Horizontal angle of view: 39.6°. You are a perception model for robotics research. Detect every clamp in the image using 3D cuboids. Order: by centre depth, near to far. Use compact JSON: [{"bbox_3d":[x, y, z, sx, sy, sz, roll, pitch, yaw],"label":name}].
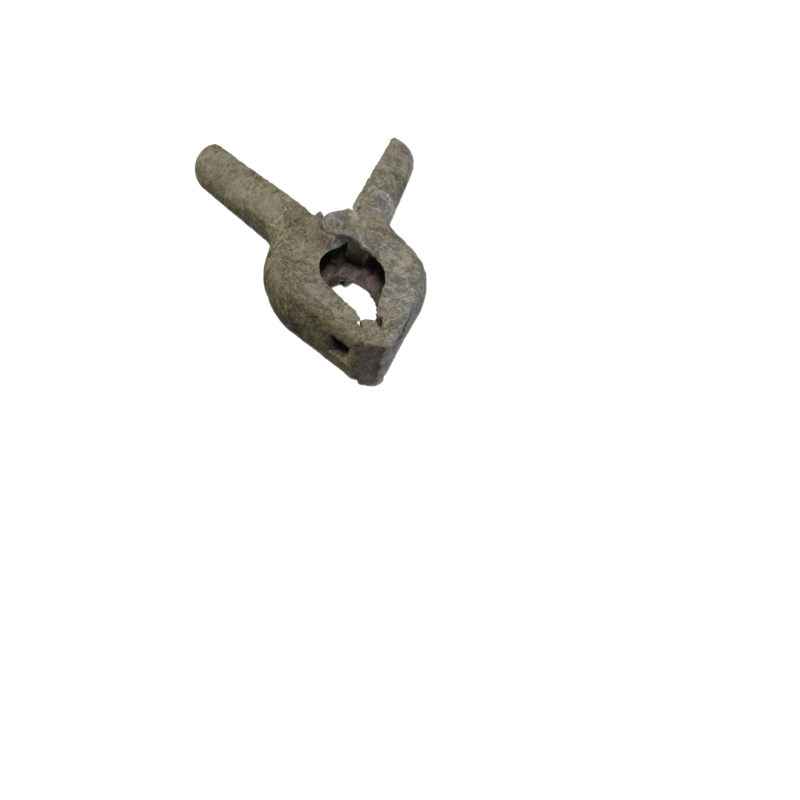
[{"bbox_3d":[-0.044,-0.079,0.556,0.119,0.037,0.185,-4,43,-4],"label":"clamp"}]
